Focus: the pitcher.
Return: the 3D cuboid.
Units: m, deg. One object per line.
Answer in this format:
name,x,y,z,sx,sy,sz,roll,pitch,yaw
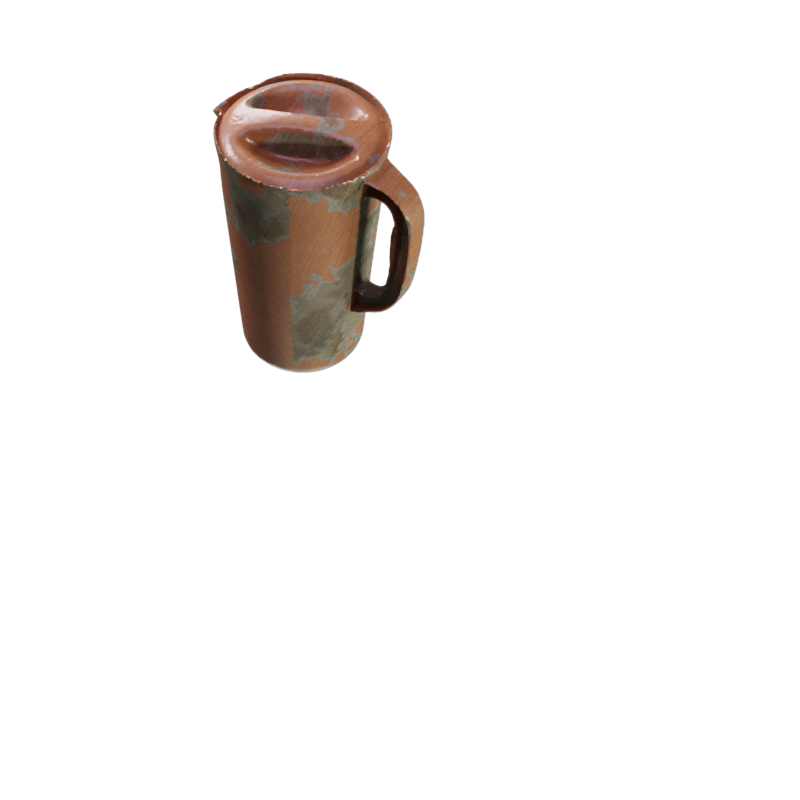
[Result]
pitcher,-0.070,-0.128,0.897,0.144,0.161,0.226,-7,-39,-9
